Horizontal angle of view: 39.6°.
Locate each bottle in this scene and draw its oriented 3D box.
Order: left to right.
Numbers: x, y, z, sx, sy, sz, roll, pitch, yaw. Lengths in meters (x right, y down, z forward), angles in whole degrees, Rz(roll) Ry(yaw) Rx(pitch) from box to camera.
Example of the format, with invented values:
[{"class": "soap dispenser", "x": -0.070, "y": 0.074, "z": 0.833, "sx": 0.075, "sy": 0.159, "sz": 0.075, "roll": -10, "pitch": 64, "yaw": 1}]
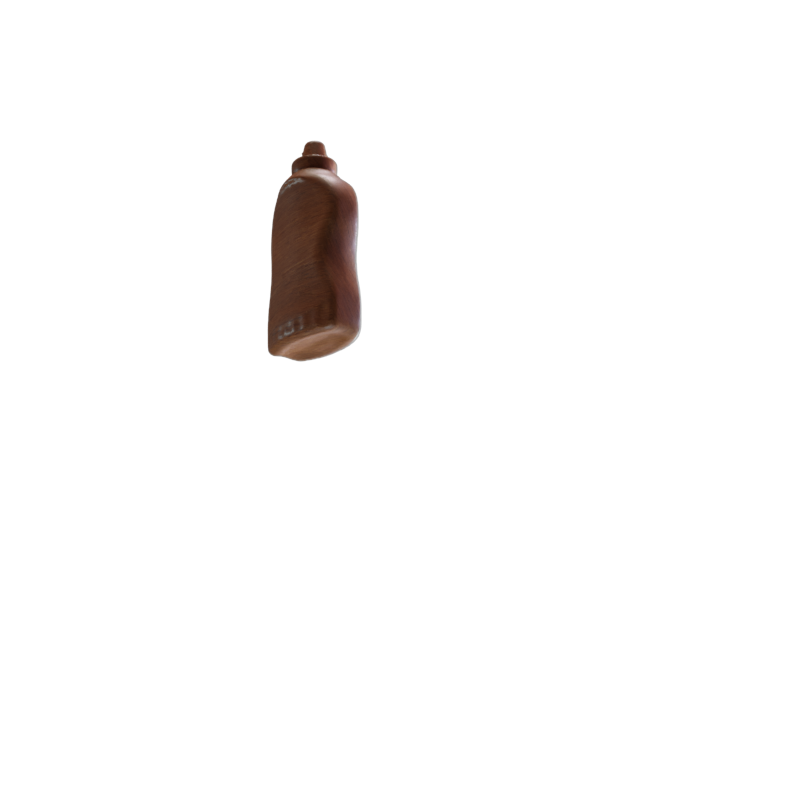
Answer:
[{"class": "bottle", "x": -0.074, "y": -0.136, "z": 0.954, "sx": 0.055, "sy": 0.202, "sz": 0.096, "roll": 15, "pitch": -27, "yaw": -34}]
